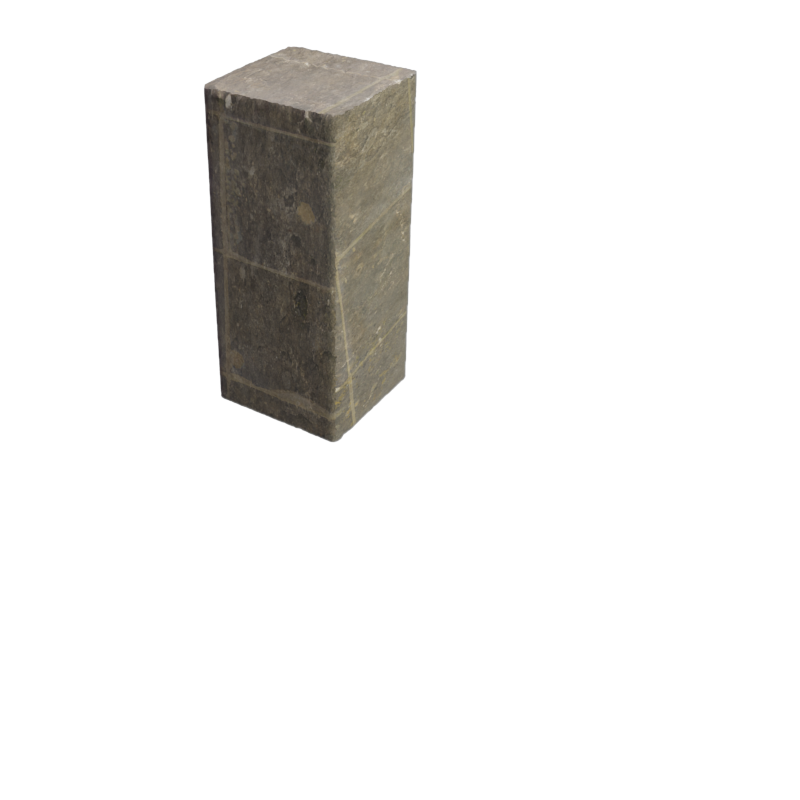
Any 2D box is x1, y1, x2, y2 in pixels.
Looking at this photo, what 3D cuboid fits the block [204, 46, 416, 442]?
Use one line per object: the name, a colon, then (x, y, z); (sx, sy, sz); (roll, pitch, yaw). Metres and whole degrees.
block: (-0.052, -0.094, 0.661); (0.095, 0.194, 0.091); (19, 34, 26)
